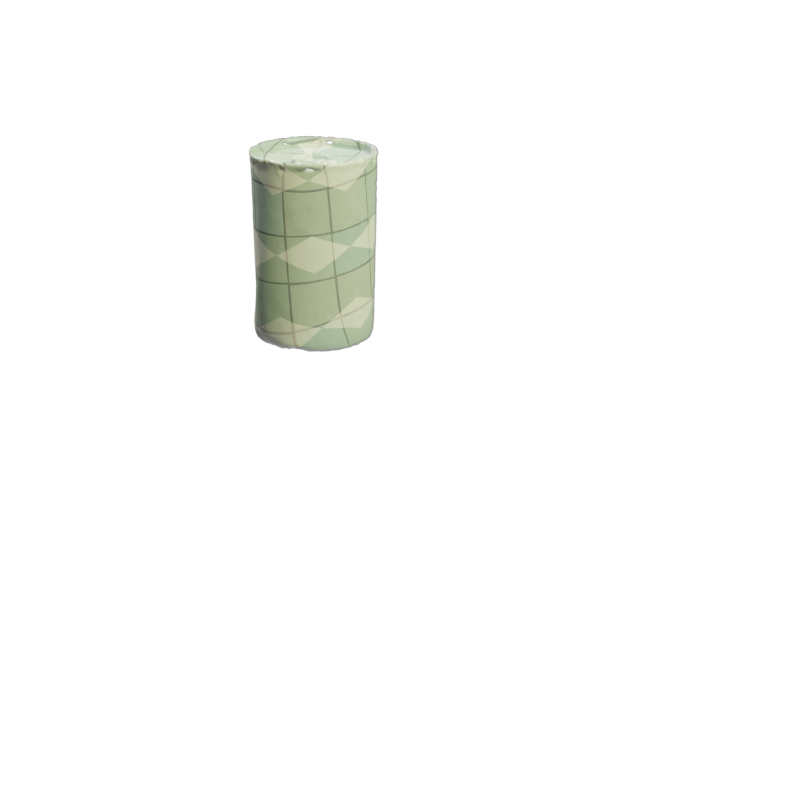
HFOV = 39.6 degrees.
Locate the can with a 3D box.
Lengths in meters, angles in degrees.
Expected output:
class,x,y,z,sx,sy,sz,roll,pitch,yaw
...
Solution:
class,x,y,z,sx,sy,sz,roll,pitch,yaw
can,-0.047,-0.085,0.596,0.068,0.098,0.072,0,20,-2
